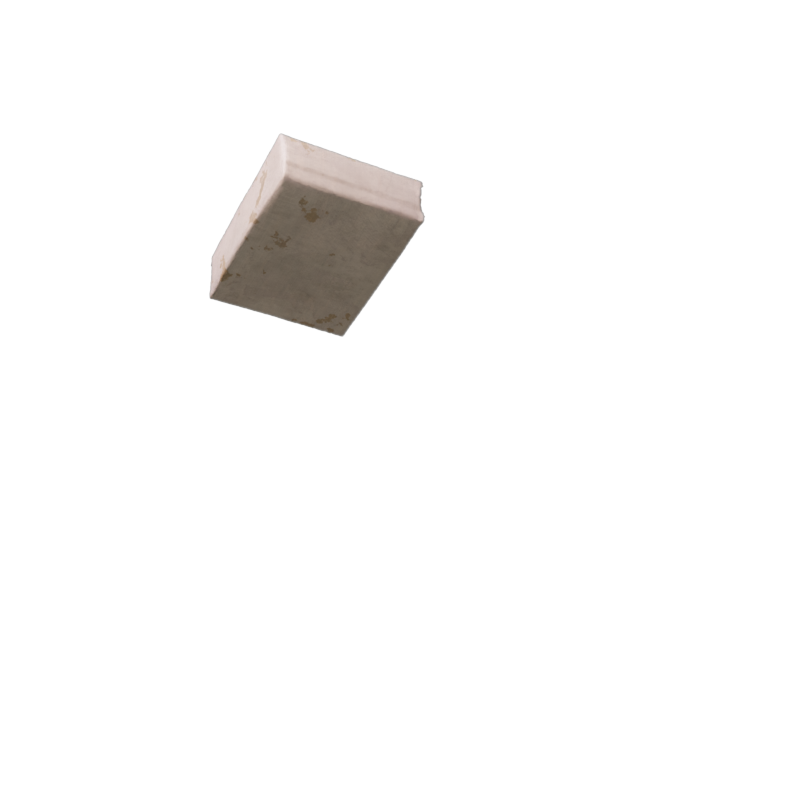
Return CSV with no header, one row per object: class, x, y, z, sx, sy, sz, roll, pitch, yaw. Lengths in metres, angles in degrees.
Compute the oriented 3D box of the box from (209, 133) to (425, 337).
box,-0.051,-0.092,0.644,0.087,0.042,0.110,17,-41,-21
